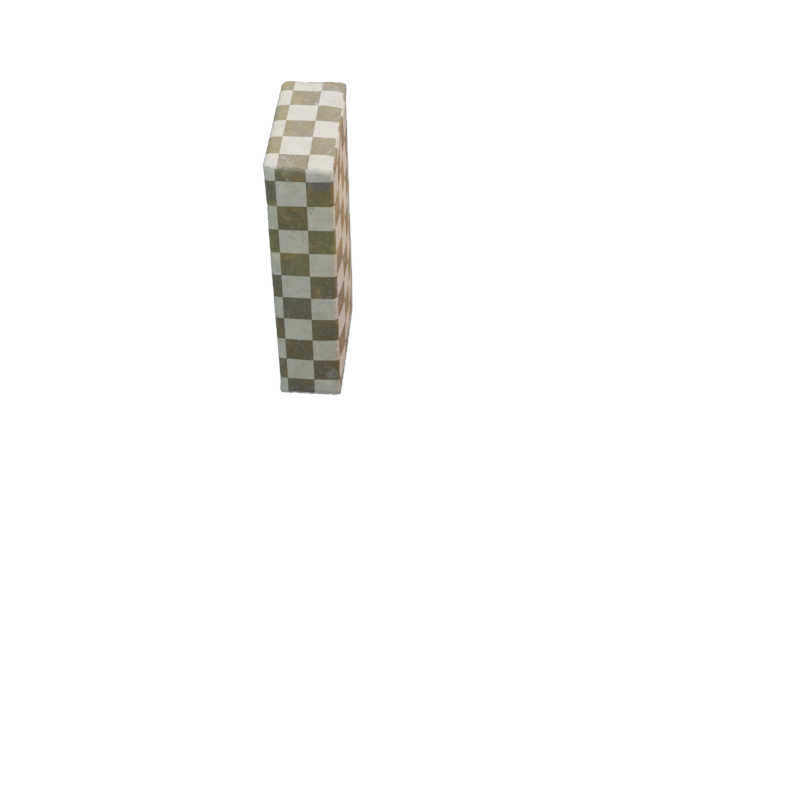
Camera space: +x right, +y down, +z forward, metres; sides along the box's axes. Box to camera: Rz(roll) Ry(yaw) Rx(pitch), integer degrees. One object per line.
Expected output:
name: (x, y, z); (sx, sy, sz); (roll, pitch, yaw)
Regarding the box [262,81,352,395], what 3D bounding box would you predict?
box: (-0.053, -0.097, 0.683); (0.048, 0.164, 0.100); (4, 43, 0)
